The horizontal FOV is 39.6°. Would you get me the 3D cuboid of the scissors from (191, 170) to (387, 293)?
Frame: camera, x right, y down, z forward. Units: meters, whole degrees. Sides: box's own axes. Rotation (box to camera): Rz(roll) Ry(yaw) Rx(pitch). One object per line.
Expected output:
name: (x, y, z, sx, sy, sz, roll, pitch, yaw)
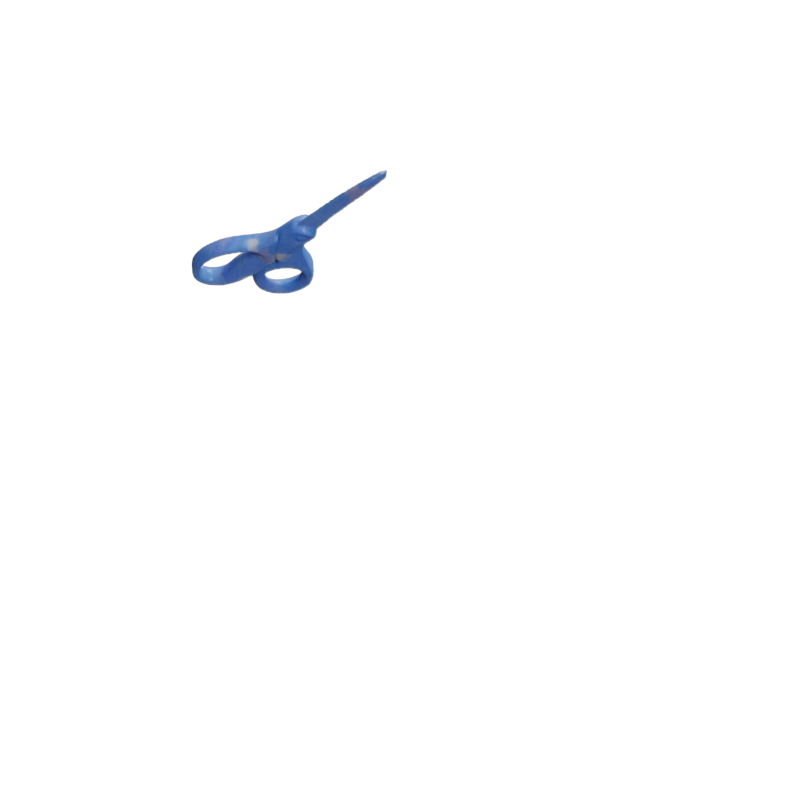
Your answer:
scissors: (-0.060, -0.109, 0.762, 0.205, 0.016, 0.090, -14, -22, 38)
